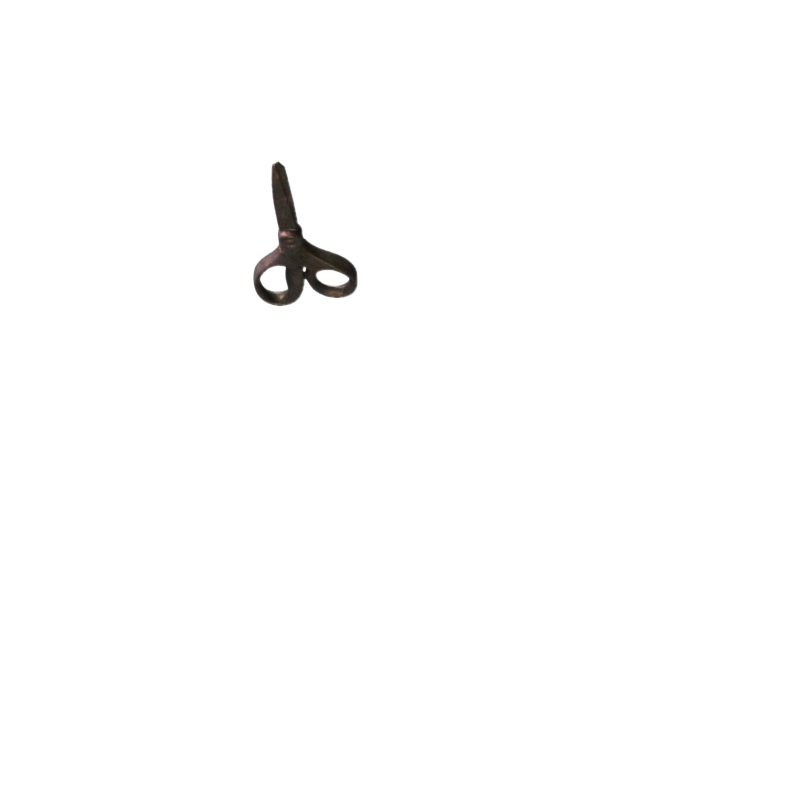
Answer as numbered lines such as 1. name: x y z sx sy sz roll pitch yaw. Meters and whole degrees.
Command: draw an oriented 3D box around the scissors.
1. scissors: -0.068 -0.125 0.874 0.094 0.017 0.193 6 -25 -13
